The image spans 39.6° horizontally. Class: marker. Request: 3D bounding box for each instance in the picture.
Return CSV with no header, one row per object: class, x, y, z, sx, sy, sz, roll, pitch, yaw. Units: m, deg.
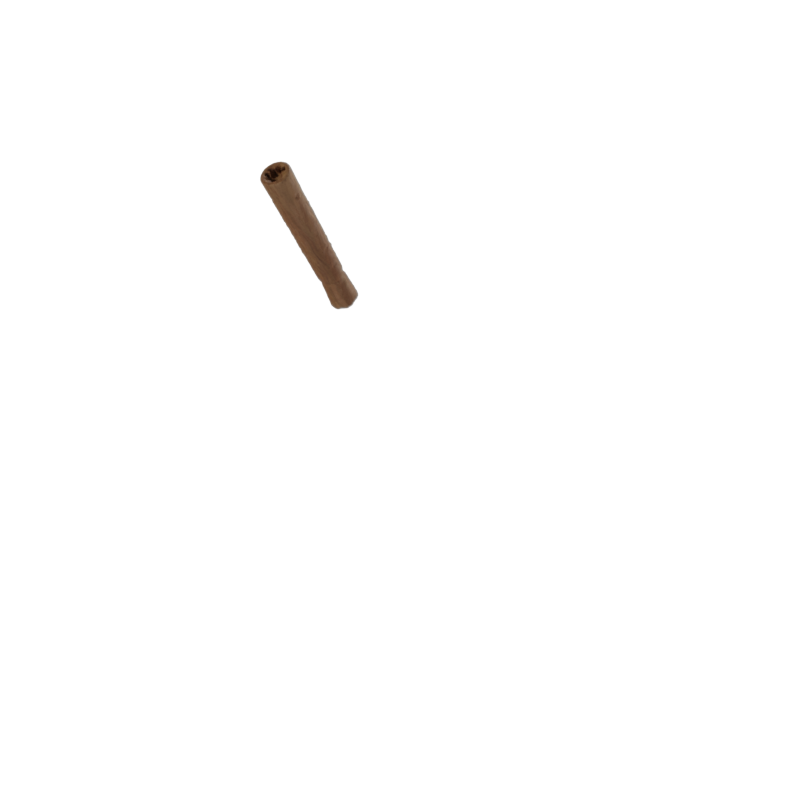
marker,-0.052,-0.095,0.669,0.020,0.021,0.111,2,-36,26
